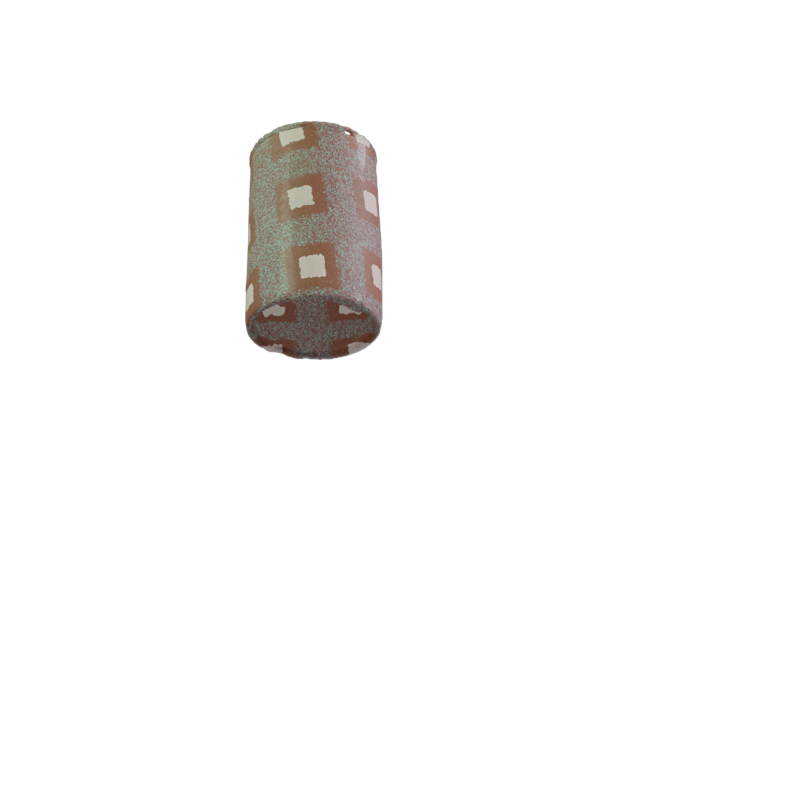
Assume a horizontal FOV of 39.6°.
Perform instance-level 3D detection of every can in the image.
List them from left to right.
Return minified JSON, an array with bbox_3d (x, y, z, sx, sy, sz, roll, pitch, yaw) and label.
[{"bbox_3d":[-0.044,-0.080,0.560,0.068,0.109,0.064,0,-29,-2],"label":"can"}]
